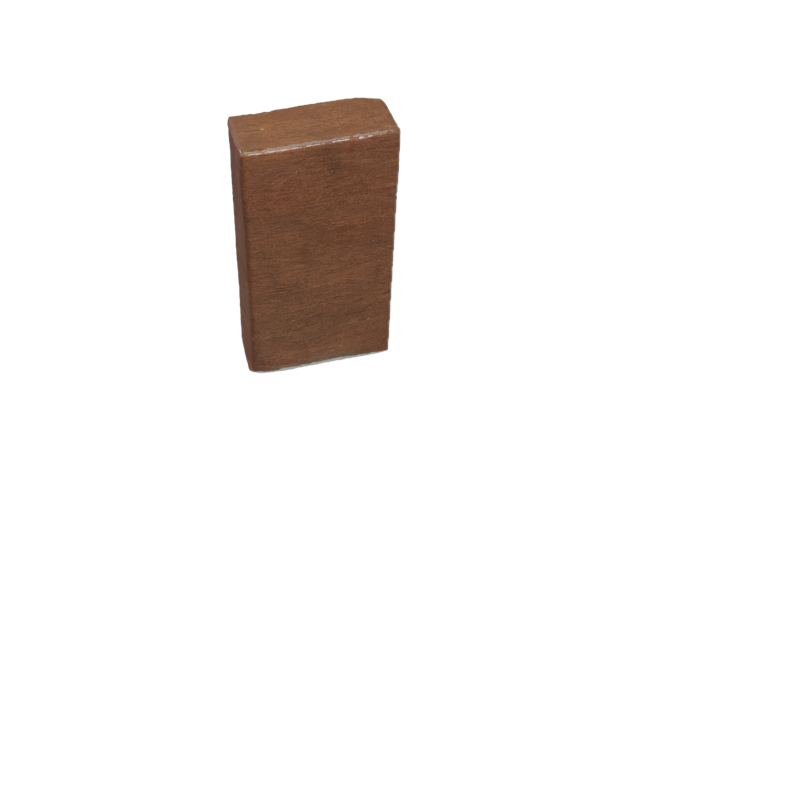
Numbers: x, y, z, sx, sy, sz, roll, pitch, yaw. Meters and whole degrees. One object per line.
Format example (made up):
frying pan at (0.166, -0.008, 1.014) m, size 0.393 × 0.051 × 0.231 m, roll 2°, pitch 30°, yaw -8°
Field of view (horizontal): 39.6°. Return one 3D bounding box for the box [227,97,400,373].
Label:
box at (-0.052, -0.096, 0.668) m, size 0.092 × 0.164 × 0.052 m, roll -9°, pitch 44°, yaw -13°
